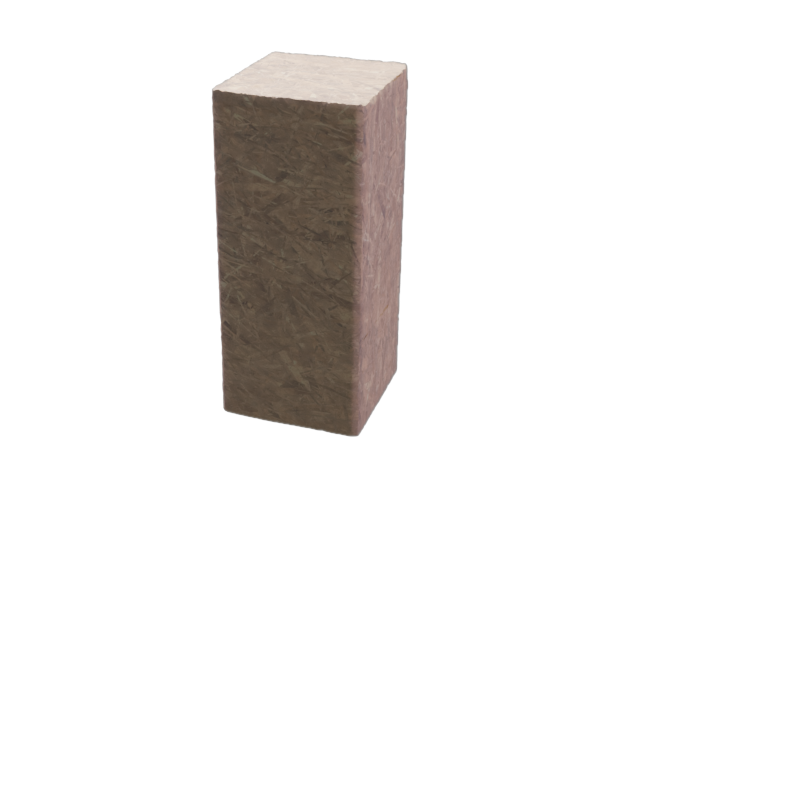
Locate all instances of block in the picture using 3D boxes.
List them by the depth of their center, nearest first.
[{"bbox_3d":[-0.052,-0.095,0.666,0.093,0.195,0.093,10,27,16],"label":"block"}]
